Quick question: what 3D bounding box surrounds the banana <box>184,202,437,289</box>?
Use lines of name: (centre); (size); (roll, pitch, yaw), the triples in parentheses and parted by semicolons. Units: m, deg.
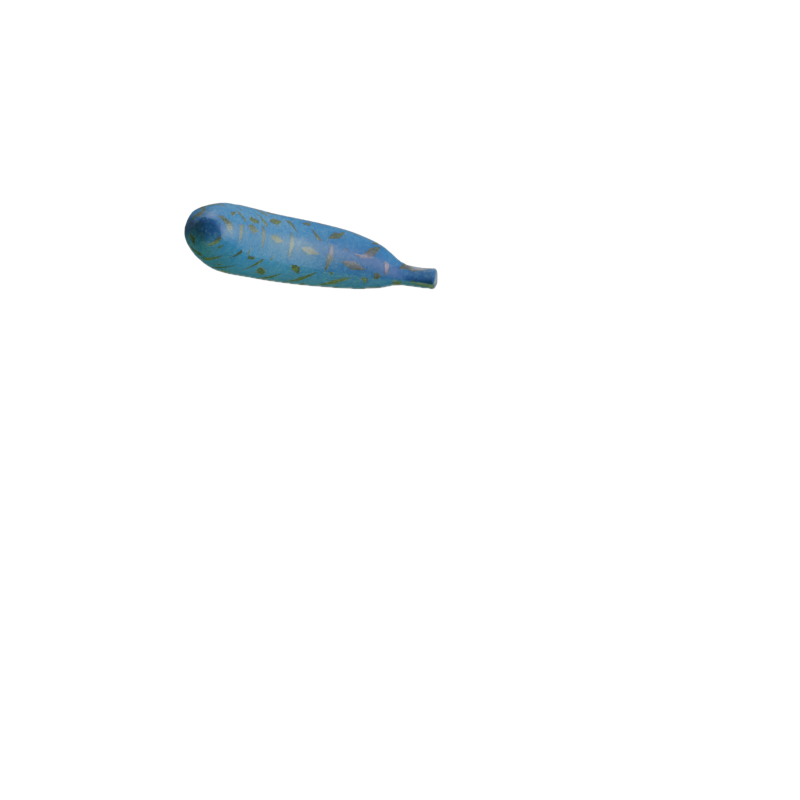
banana: (-0.059, -0.084, 0.606); (0.072, 0.037, 0.189); (-2, -1, 37)
